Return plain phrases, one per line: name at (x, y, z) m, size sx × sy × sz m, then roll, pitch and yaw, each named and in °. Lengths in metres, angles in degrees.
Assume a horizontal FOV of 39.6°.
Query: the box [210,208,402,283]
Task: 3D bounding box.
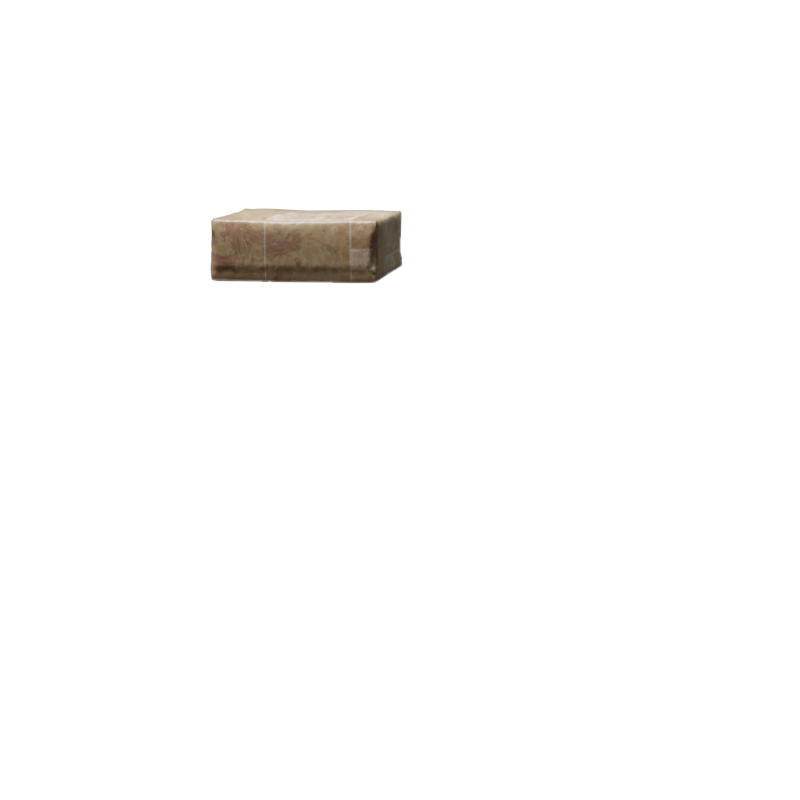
box at (-0.040, -0.073, 0.511) m, size 0.074 × 0.030 × 0.090 m, roll 2°, pitch 12°, yaw 9°
